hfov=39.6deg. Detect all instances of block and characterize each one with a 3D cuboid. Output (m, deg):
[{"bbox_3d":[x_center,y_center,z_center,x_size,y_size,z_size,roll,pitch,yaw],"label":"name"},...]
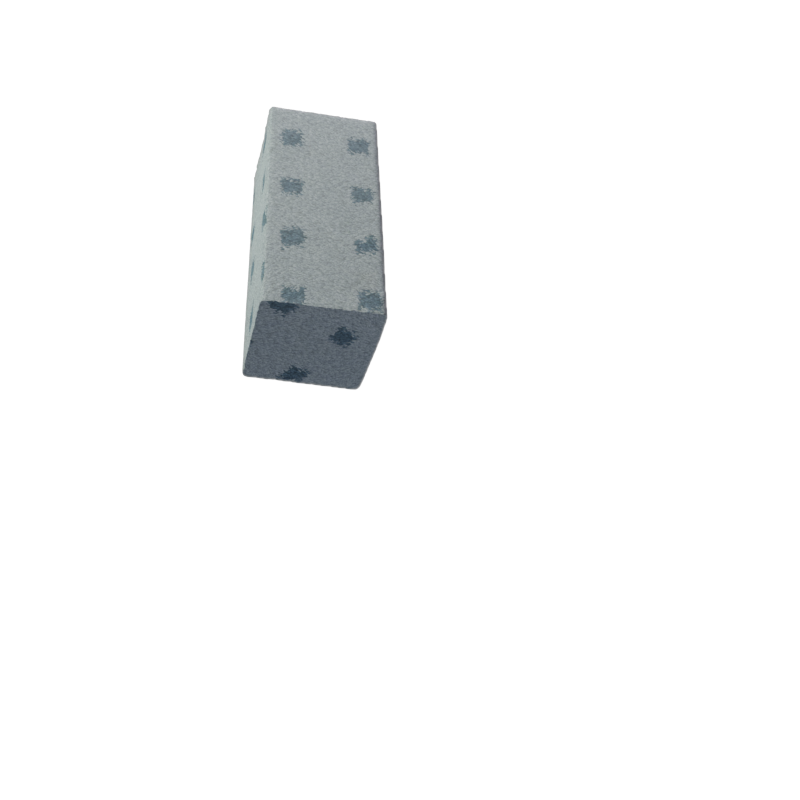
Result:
[{"bbox_3d":[-0.067,-0.121,0.853,0.089,0.221,0.085,7,-41,-12],"label":"block"}]
